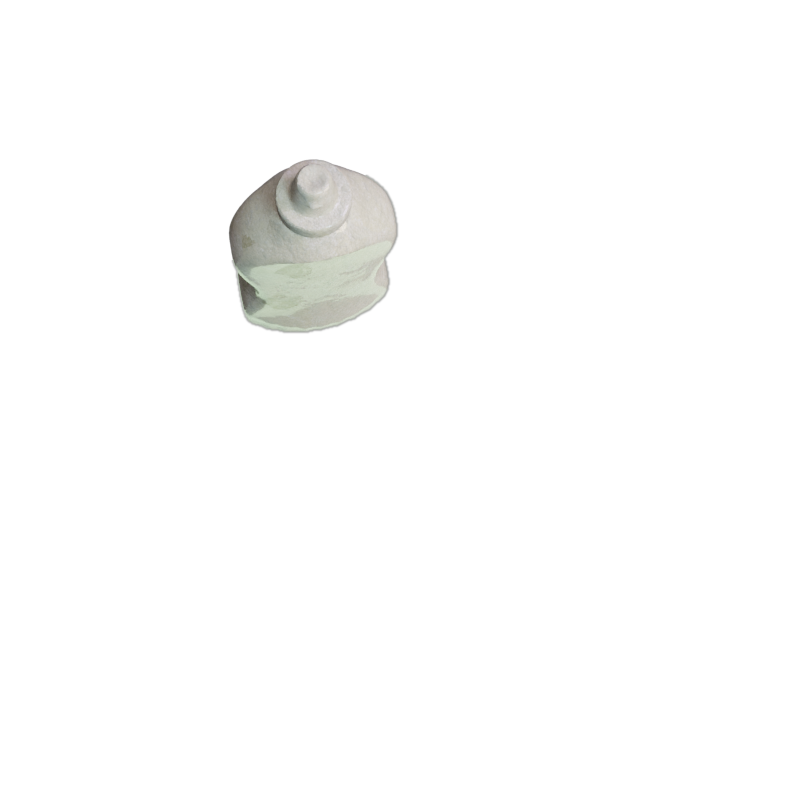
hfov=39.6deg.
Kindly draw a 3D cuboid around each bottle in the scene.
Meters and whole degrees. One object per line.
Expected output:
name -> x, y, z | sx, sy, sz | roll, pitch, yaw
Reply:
bottle -> -0.051, -0.092, 0.648 | 0.095, 0.061, 0.185 | -9, -12, -6
